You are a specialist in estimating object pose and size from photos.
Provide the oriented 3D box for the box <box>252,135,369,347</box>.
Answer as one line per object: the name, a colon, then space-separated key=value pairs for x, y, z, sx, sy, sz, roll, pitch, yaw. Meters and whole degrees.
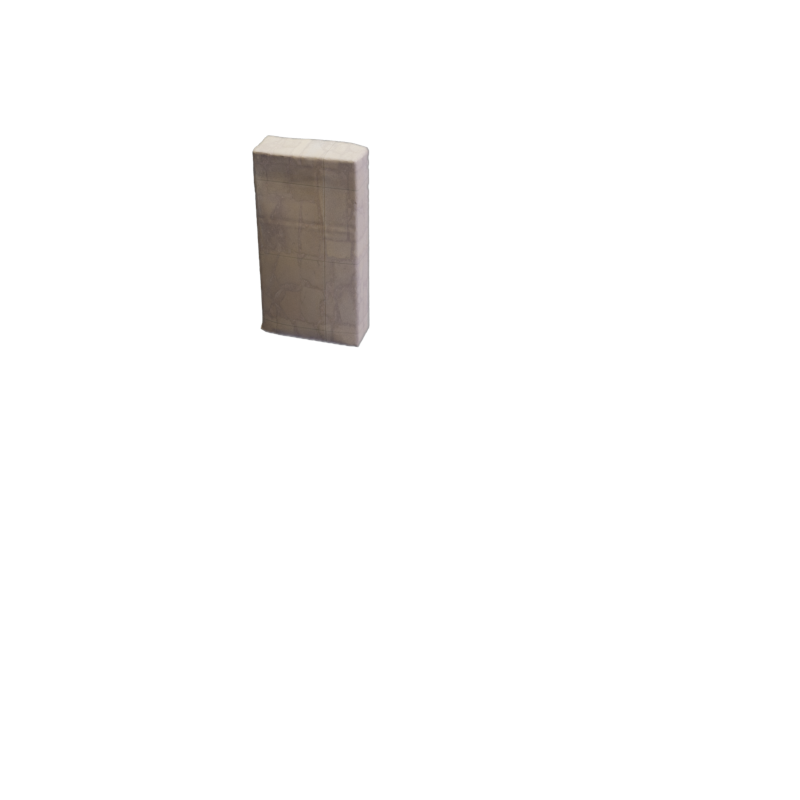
box: x=-0.074 y=-0.136 z=0.951 sx=0.096 sy=0.167 sz=0.049 roll=9 pitch=27 yaw=15
